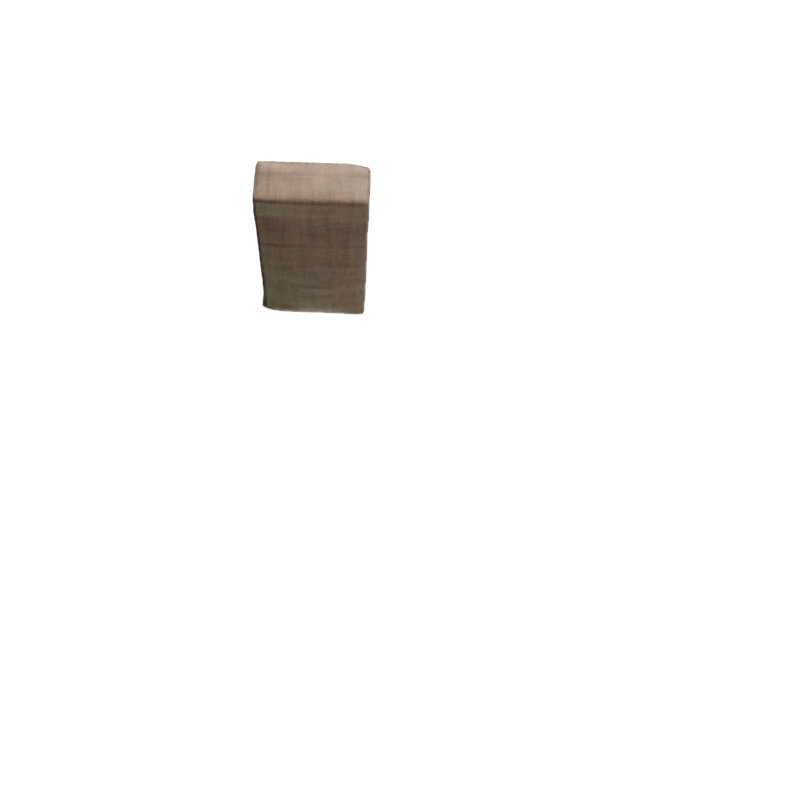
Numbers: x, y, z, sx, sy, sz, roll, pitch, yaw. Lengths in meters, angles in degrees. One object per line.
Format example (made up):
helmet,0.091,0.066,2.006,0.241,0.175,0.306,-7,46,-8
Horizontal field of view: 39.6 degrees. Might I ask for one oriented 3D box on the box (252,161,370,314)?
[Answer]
box,-0.073,-0.134,0.936,0.093,0.051,0.165,4,-29,-1
